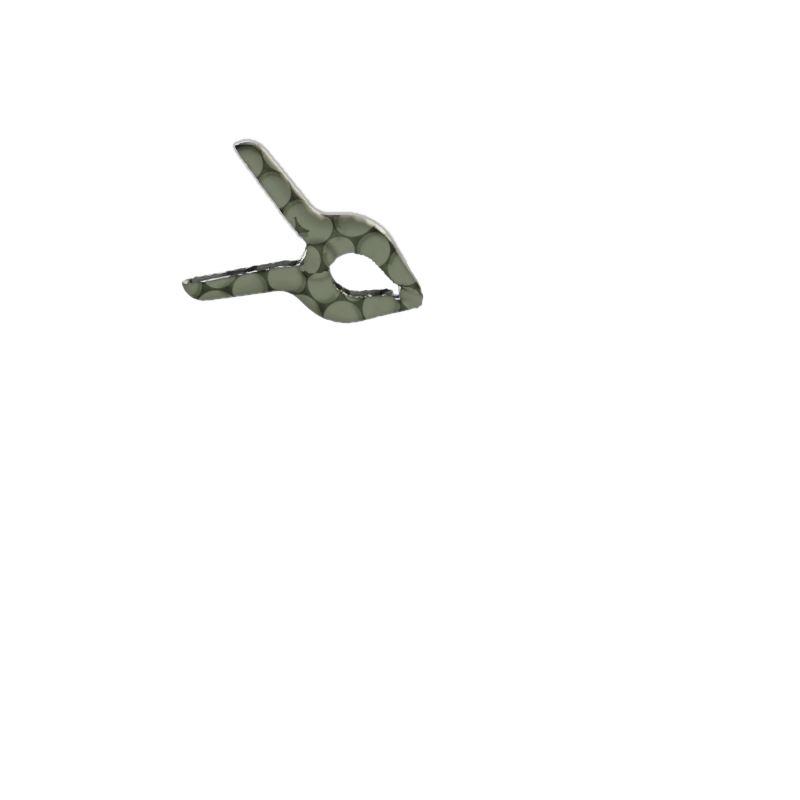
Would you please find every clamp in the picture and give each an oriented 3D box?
[{"bbox_3d":[-0.062,-0.113,0.793,0.170,0.116,0.041,12,18,-4],"label":"clamp"}]
